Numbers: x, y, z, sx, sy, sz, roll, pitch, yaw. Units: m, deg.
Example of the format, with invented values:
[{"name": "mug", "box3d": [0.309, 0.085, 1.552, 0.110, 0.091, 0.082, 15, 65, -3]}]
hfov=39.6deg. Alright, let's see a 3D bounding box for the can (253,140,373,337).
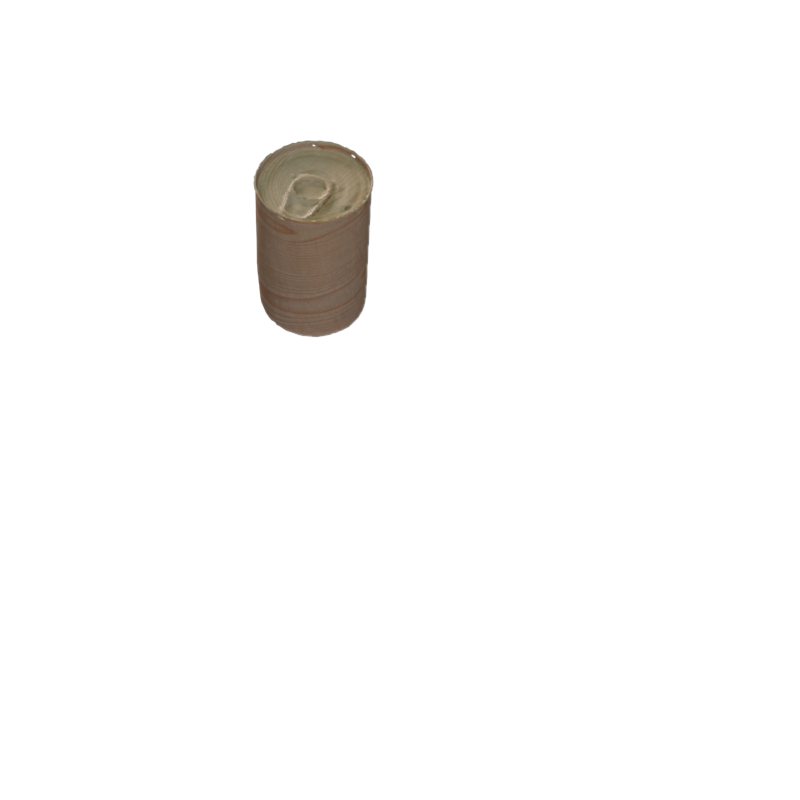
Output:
[{"name": "can", "box3d": [-0.052, -0.095, 0.662, 0.068, 0.074, 0.095, 0, -40, -3]}]
